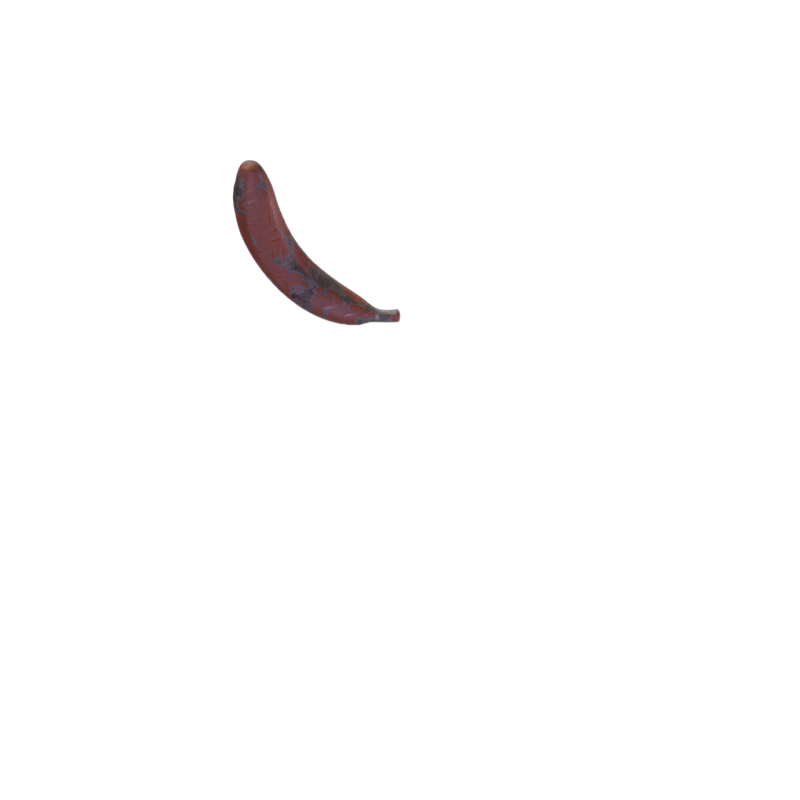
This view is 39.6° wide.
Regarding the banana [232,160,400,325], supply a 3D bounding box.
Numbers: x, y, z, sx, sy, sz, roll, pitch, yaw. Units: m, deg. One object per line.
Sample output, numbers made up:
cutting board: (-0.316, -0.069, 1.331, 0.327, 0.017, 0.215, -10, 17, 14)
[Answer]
banana: (-0.083, -0.117, 0.902, 0.069, 0.039, 0.185, -31, -55, 24)
